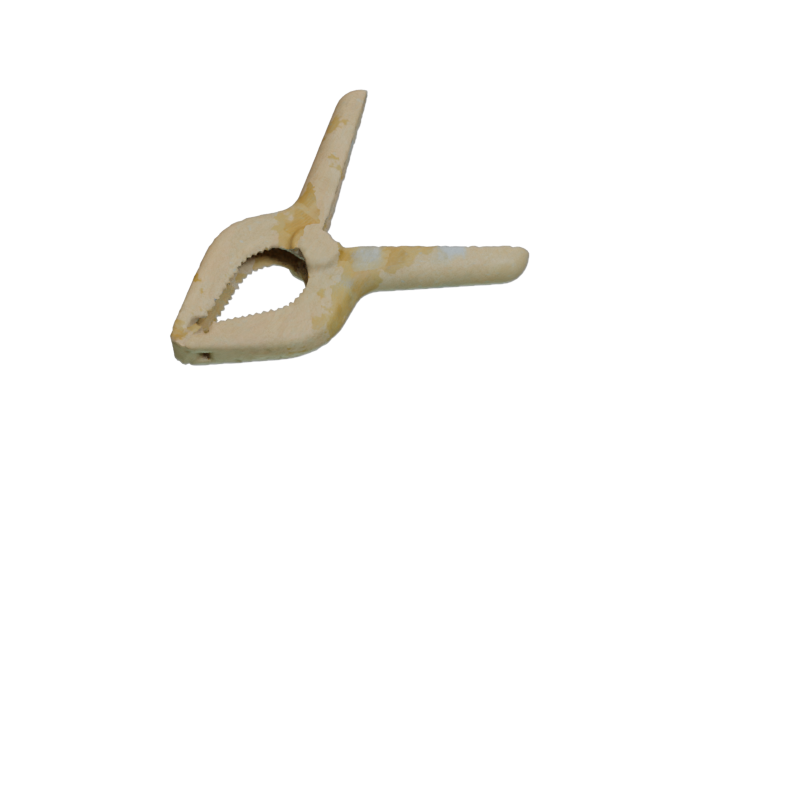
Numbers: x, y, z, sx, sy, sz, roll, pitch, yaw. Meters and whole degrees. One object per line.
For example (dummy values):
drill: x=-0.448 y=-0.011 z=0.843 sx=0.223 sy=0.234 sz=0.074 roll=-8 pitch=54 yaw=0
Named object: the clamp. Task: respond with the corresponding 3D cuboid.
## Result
clamp: x=-0.052 y=-0.095 z=0.666 sx=0.210 sy=0.175 sz=0.034 roll=-29 pitch=-25 yaw=-15
